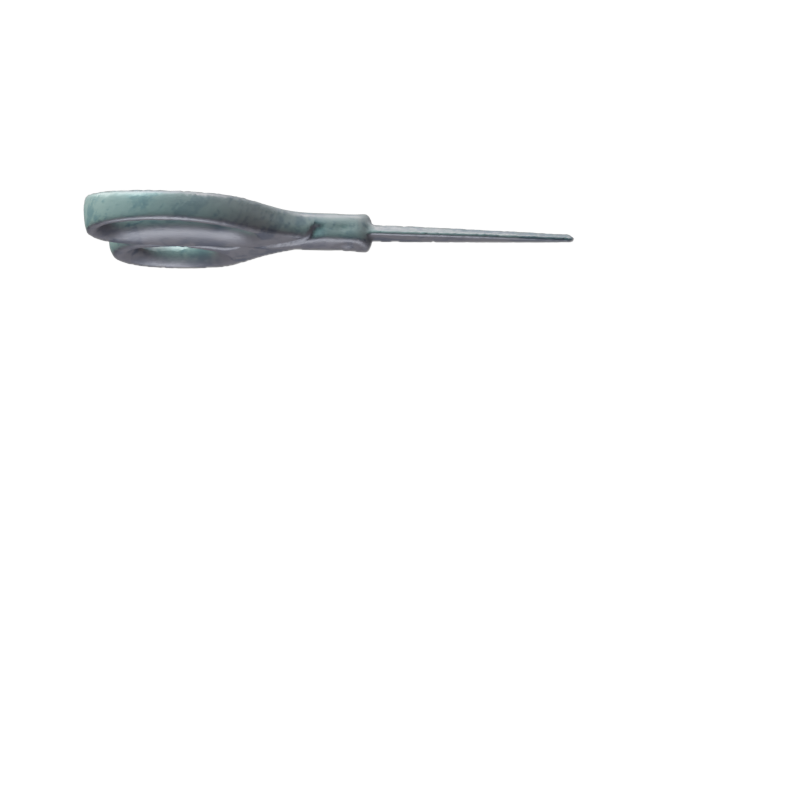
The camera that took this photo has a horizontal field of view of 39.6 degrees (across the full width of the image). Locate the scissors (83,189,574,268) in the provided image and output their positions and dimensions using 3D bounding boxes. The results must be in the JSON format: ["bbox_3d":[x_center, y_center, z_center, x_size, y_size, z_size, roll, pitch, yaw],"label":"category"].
[{"bbox_3d":[-0.037,-0.068,0.476,0.195,0.016,0.097,2,-6,-23],"label":"scissors"}]
